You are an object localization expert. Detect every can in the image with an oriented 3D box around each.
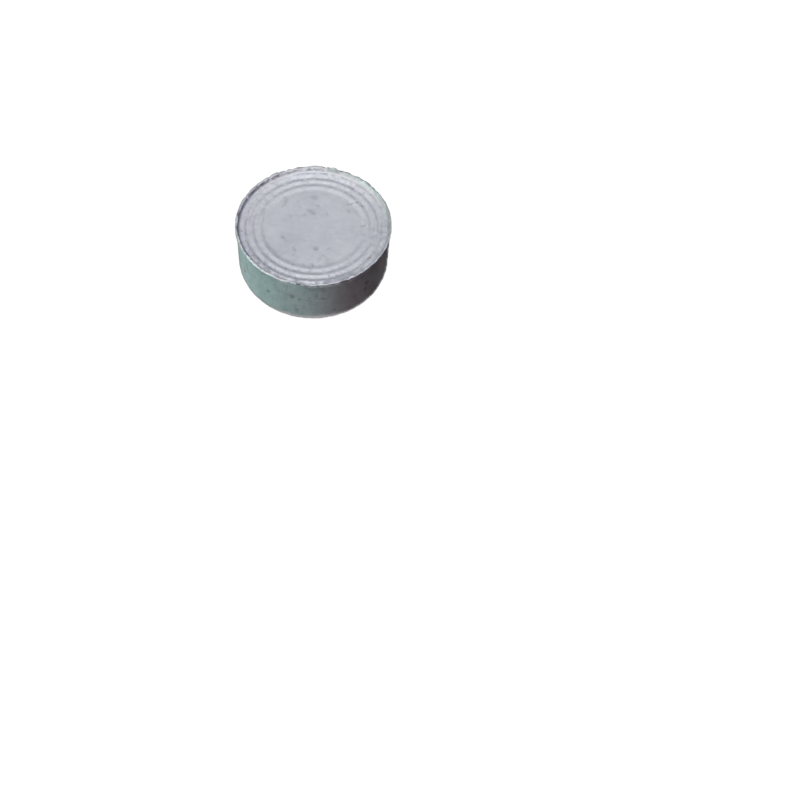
[{"bbox_3d":[-0.048,-0.088,0.617,0.086,0.092,0.031,-1,-36,-1],"label":"can"}]
